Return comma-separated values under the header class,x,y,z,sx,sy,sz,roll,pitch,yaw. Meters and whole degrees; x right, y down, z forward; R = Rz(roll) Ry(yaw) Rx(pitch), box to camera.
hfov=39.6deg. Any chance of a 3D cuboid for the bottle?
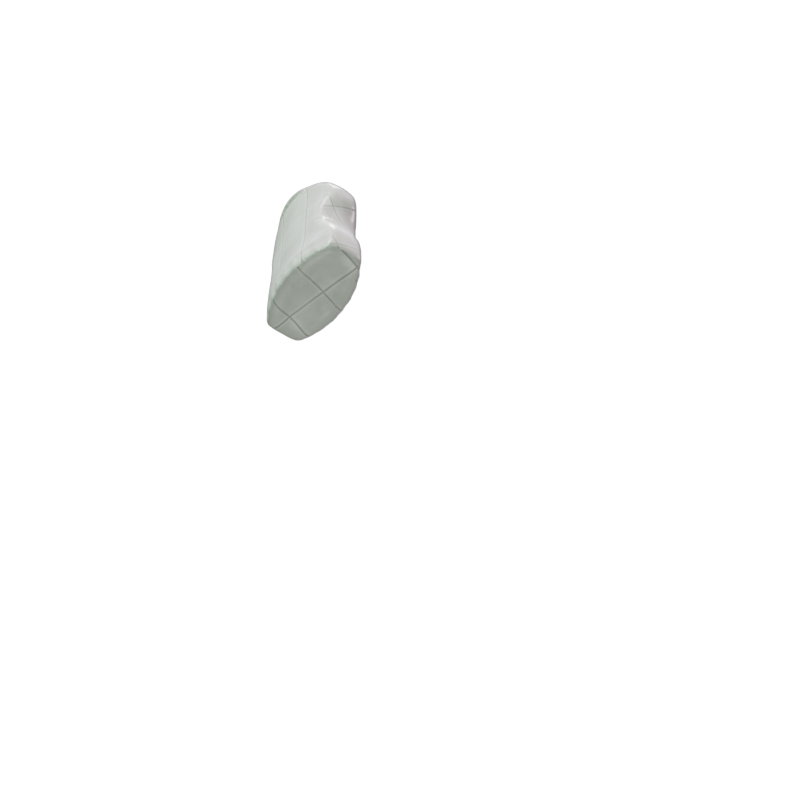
class,x,y,z,sx,sy,sz,roll,pitch,yaw
bottle,-0.076,-0.138,0.972,0.056,0.094,0.204,29,27,-21
